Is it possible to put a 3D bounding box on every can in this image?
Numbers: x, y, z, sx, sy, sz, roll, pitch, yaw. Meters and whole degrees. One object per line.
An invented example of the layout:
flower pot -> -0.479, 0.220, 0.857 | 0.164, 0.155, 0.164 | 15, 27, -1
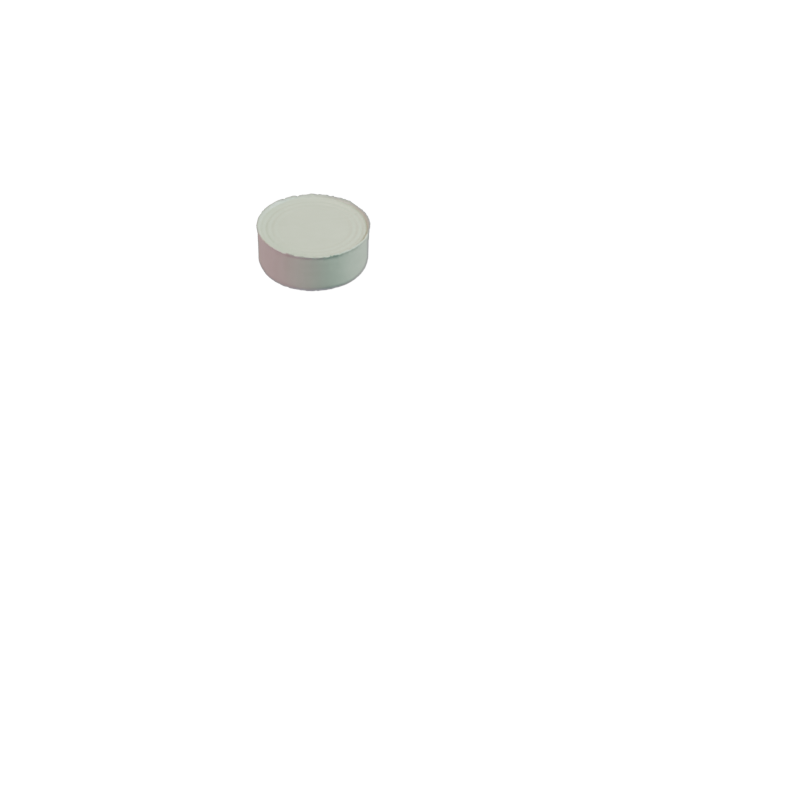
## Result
can -> -0.066, -0.120, 0.843 | 0.086, 0.031, 0.092 | -1, 40, -2
